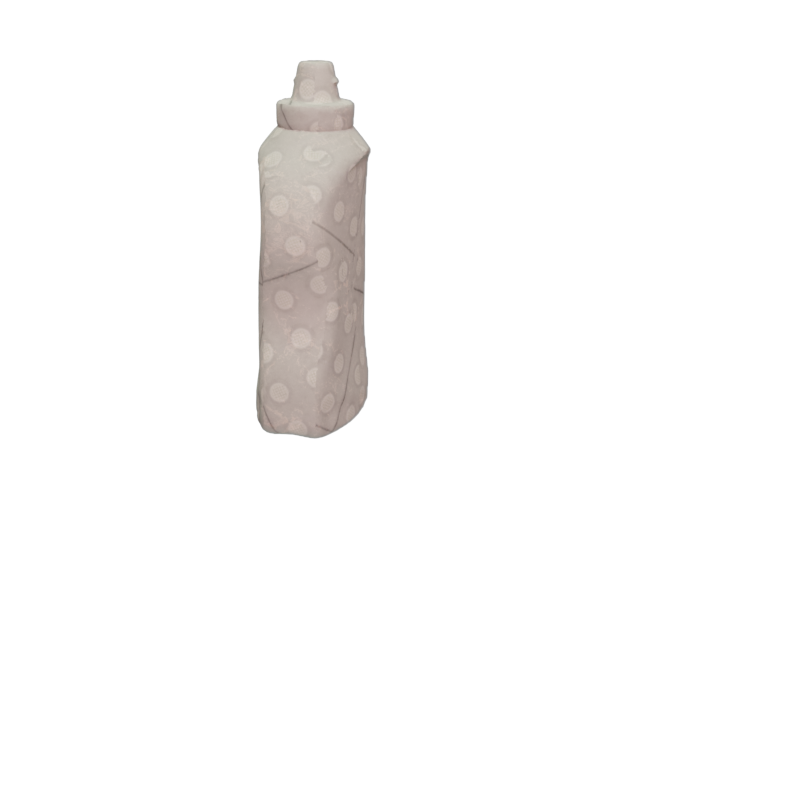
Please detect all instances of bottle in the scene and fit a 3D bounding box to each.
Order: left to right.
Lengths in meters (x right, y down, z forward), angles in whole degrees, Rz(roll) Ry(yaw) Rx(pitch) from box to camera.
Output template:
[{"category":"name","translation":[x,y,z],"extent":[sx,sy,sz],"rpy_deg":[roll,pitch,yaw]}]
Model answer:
[{"category":"bottle","translation":[-0.046,-0.085,0.595],"extent":[0.060,0.185,0.097],"rpy_deg":[5,16,13]}]
